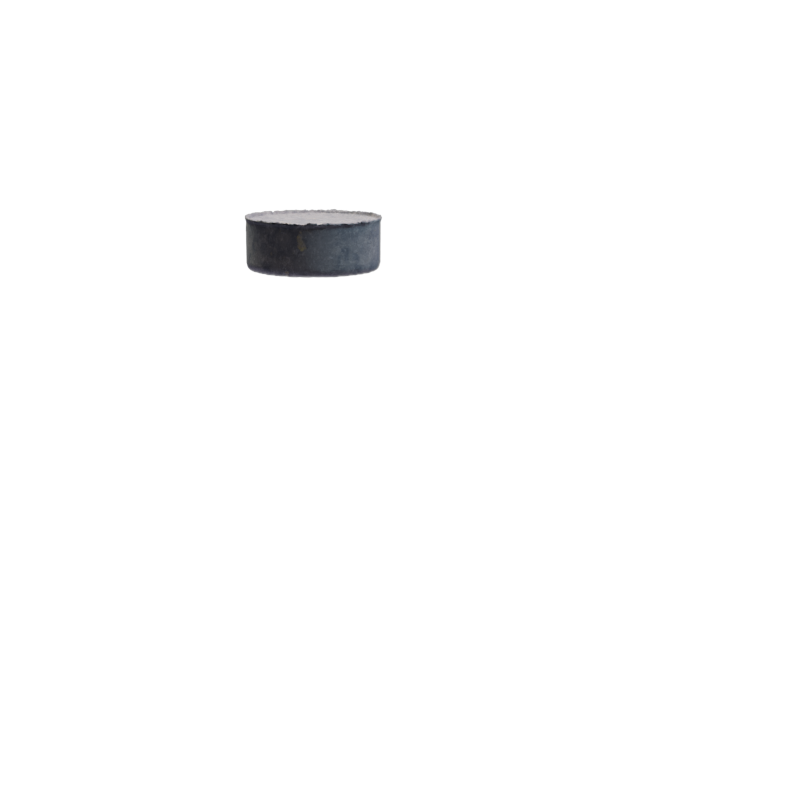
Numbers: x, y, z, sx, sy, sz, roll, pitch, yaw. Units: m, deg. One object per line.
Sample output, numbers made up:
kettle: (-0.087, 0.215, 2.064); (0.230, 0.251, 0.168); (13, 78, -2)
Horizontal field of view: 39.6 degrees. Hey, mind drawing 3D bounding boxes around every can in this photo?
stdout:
can: (-0.054, -0.099, 0.696); (0.086, 0.033, 0.088); (0, 14, -2)
